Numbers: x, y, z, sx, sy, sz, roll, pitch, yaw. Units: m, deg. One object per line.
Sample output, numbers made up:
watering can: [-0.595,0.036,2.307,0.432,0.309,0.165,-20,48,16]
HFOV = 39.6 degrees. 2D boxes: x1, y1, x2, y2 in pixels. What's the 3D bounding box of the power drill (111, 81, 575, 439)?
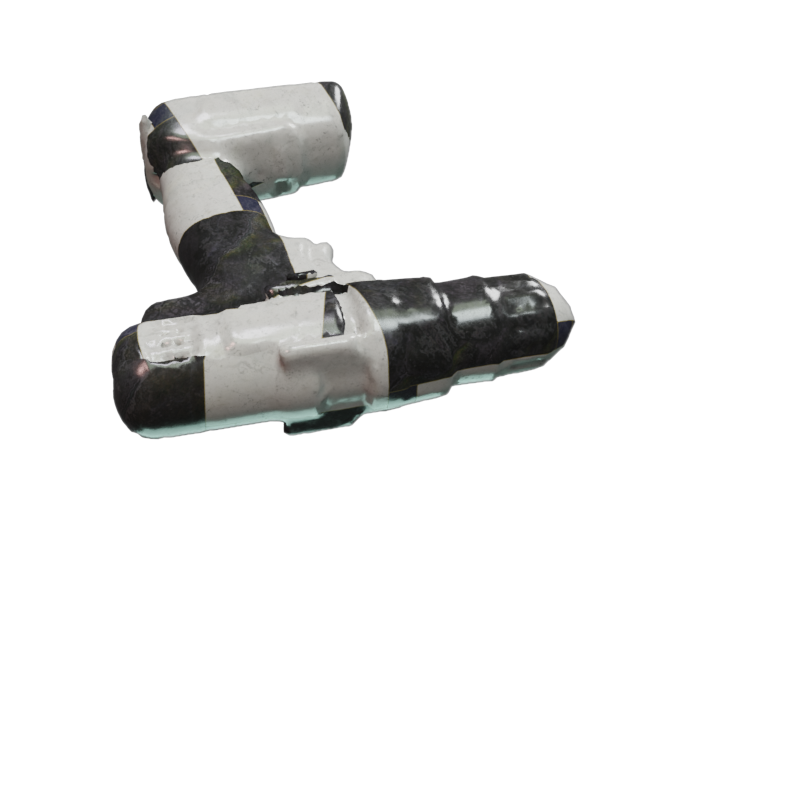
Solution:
power drill: [-0.038,-0.070,0.489,0.183,0.053,0.203,-9,43,-10]
